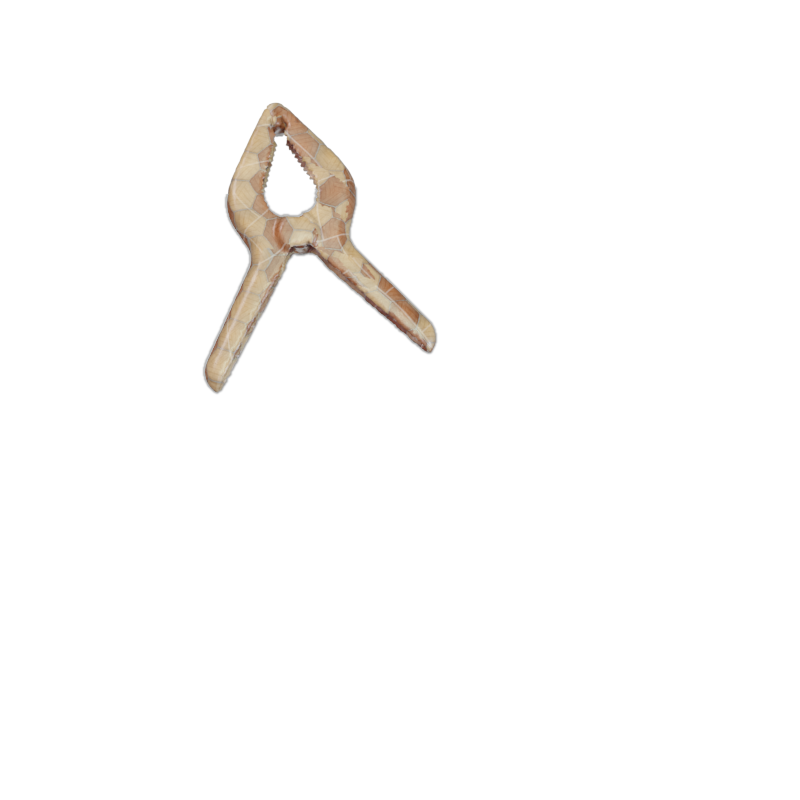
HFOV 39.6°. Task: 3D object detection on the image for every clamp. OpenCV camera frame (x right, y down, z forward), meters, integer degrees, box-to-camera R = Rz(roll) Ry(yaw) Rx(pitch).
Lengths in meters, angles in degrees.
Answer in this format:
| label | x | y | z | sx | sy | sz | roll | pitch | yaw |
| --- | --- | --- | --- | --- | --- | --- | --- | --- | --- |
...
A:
| label | x | y | z | sx | sy | sz | roll | pitch | yaw |
| --- | --- | --- | --- | --- | --- | --- | --- | --- | --- |
| clamp | -0.063 | -0.115 | 0.804 | 0.164 | 0.218 | 0.035 | -4 | -15 | -1 |
